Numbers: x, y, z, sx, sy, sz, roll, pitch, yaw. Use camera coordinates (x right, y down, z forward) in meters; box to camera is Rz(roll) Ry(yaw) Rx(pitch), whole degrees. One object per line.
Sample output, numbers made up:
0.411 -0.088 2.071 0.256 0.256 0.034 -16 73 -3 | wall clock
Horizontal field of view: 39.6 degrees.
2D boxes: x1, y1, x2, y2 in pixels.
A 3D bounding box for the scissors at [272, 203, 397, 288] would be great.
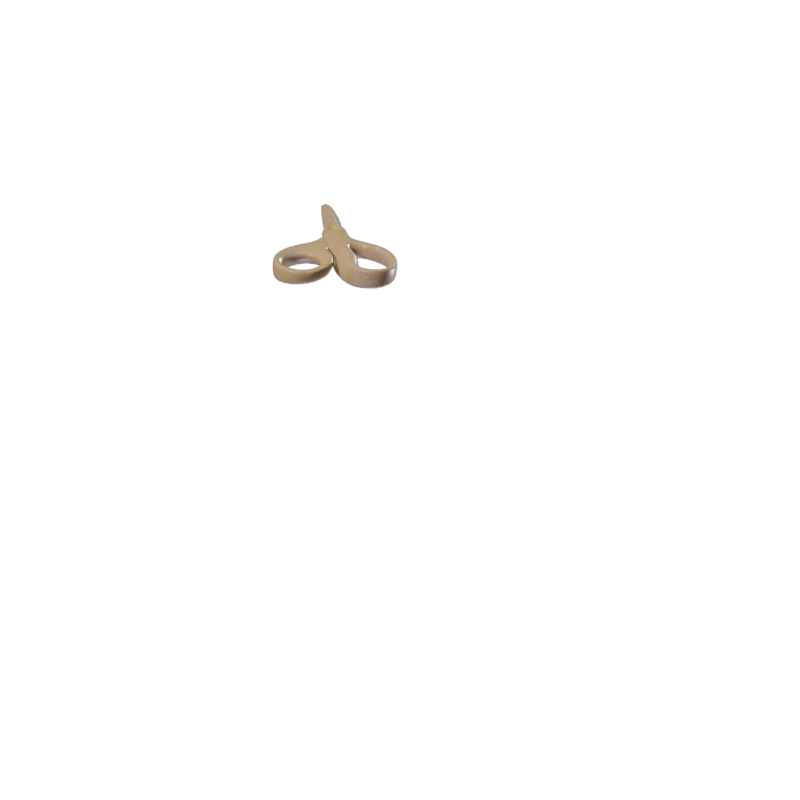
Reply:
-0.066 -0.120 0.841 0.094 0.015 0.215 -9 25 -19 | scissors
